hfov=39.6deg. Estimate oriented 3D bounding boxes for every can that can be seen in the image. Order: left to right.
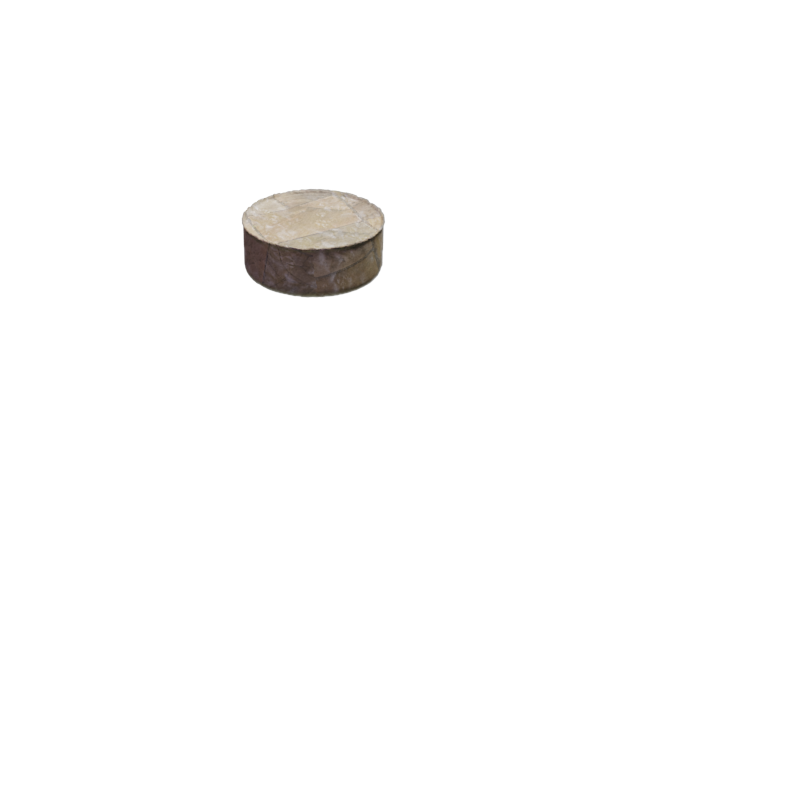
[{"bbox_3d":[-0.052,-0.096,0.671,0.086,0.032,0.091,-1,31,-2],"label":"can"}]
